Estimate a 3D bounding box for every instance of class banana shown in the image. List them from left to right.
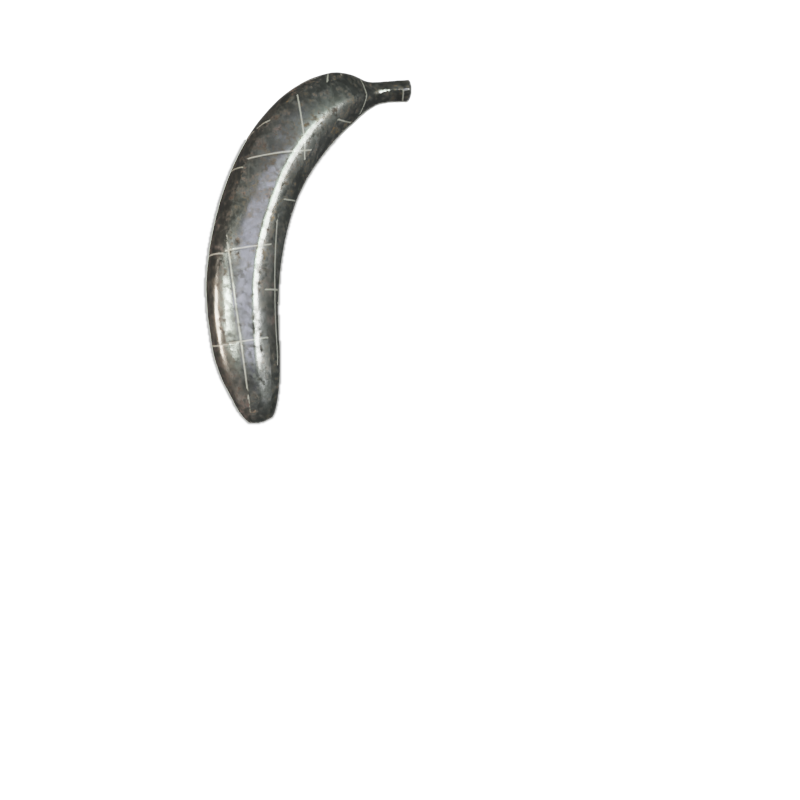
[{"bbox_3d":[-0.059,-0.091,0.560,0.070,0.202,0.036,22,-11,3],"label":"banana"}]
